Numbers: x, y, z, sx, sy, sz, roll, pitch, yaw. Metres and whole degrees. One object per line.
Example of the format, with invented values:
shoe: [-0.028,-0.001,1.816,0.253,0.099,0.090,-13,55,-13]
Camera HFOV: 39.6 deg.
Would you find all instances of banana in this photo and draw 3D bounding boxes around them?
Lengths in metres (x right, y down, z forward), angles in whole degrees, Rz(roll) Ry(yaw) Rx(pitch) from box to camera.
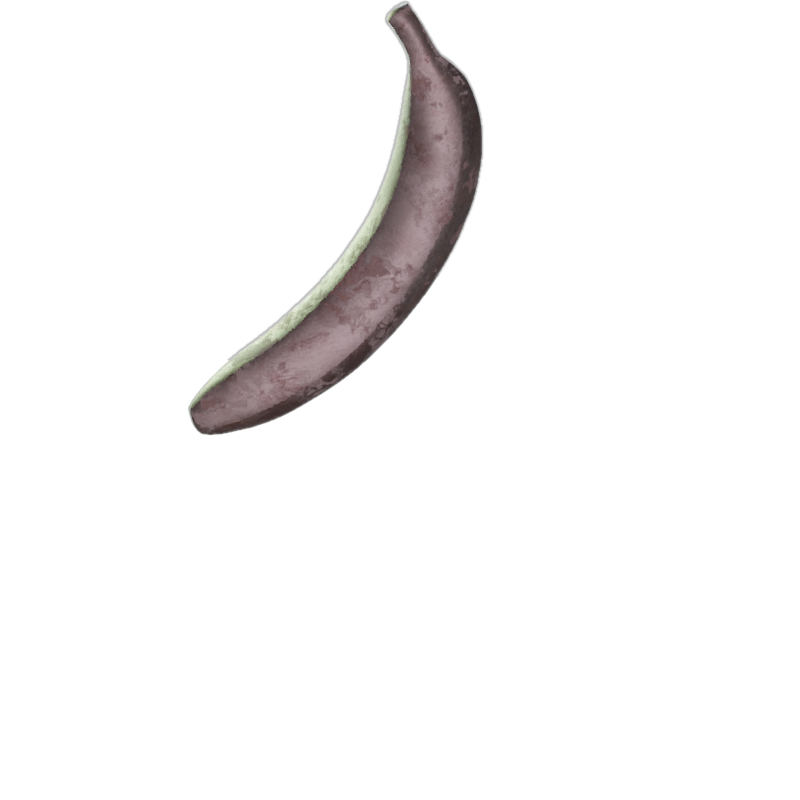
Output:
banana: [-0.018,-0.061,0.459,0.068,0.194,0.038,26,13,-8]
